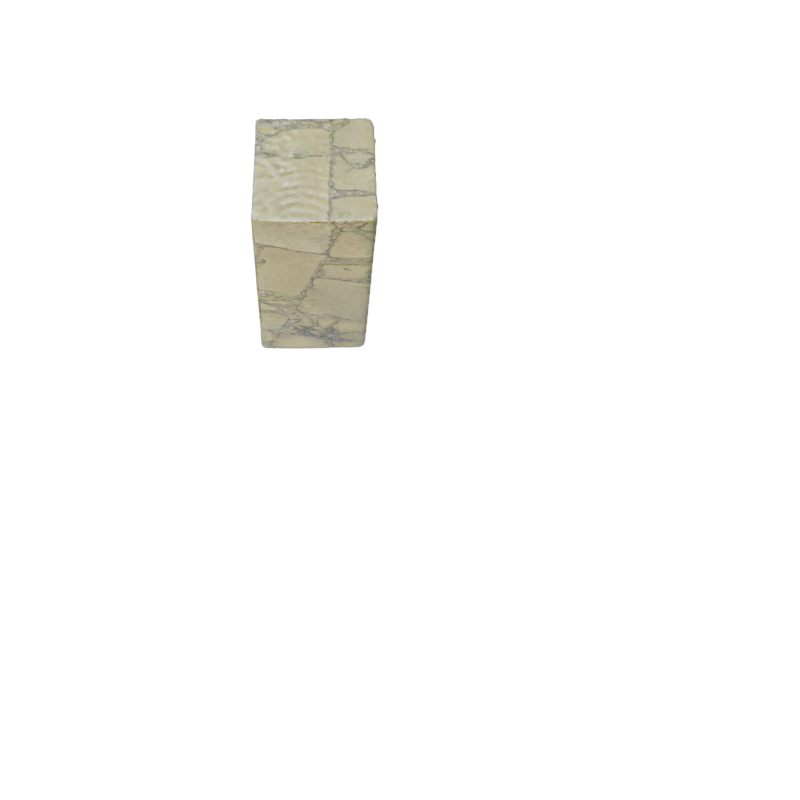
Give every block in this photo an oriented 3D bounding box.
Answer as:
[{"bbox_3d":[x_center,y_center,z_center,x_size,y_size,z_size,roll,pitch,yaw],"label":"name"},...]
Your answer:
[{"bbox_3d":[-0.068,-0.125,0.880,0.090,0.096,0.195,0,-26,-4],"label":"block"}]
